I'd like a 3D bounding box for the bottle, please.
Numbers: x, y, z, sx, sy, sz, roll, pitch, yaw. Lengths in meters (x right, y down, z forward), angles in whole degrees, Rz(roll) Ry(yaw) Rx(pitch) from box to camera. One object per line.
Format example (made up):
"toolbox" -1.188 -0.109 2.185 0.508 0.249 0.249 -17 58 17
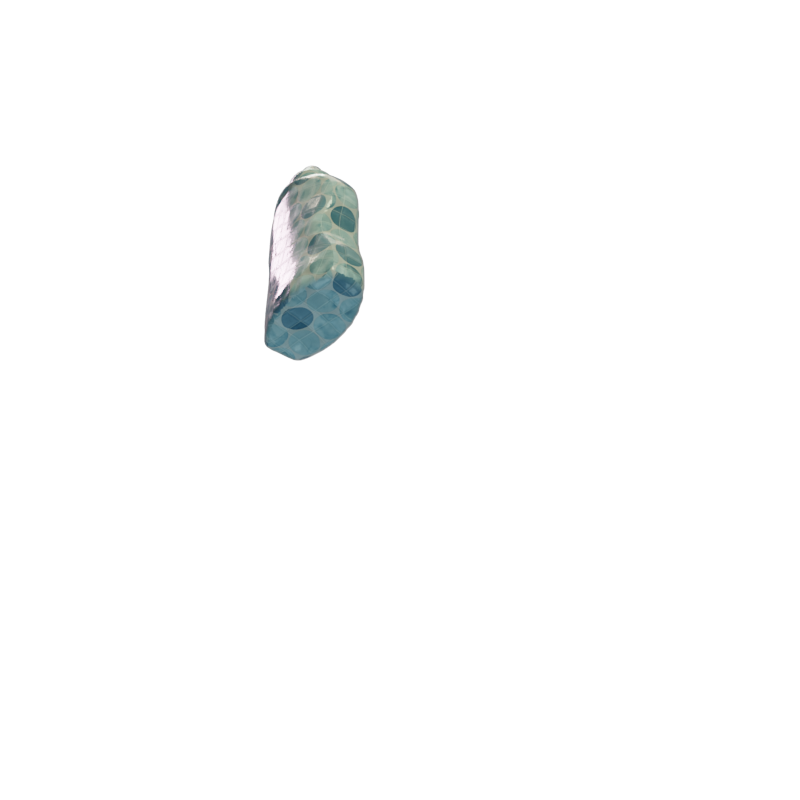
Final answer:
"bottle" -0.071 -0.129 0.904 0.056 0.206 0.093 25 -53 -25
